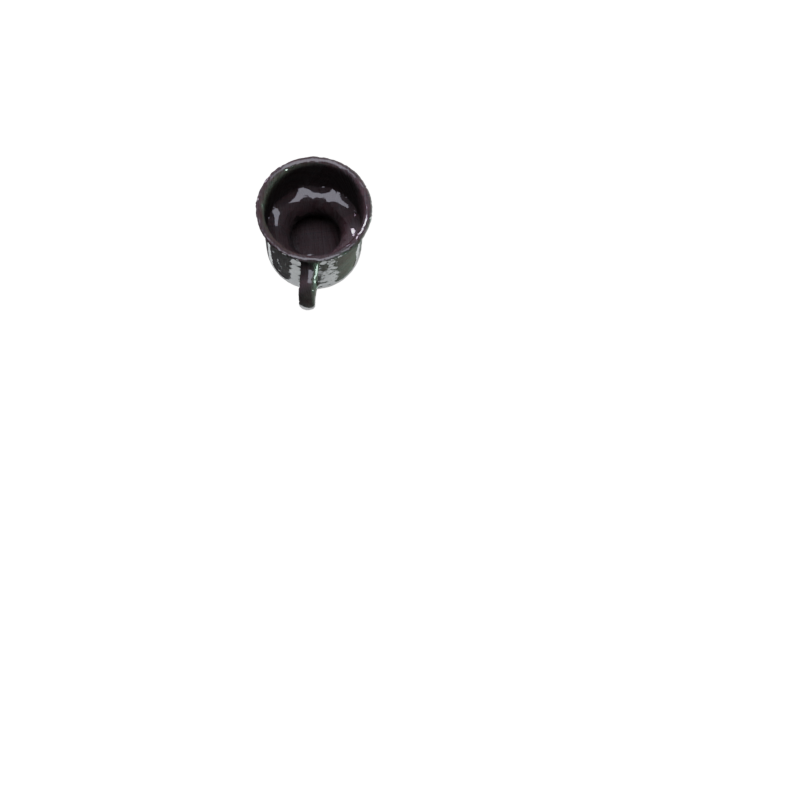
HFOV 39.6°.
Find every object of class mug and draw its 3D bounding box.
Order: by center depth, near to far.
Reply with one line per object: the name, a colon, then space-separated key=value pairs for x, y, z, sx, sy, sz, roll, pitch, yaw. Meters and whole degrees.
mug: x=-0.072 y=-0.130 z=0.914 sx=0.093 sy=0.123 sz=0.078 roll=1 pitch=-21 yaw=-1
